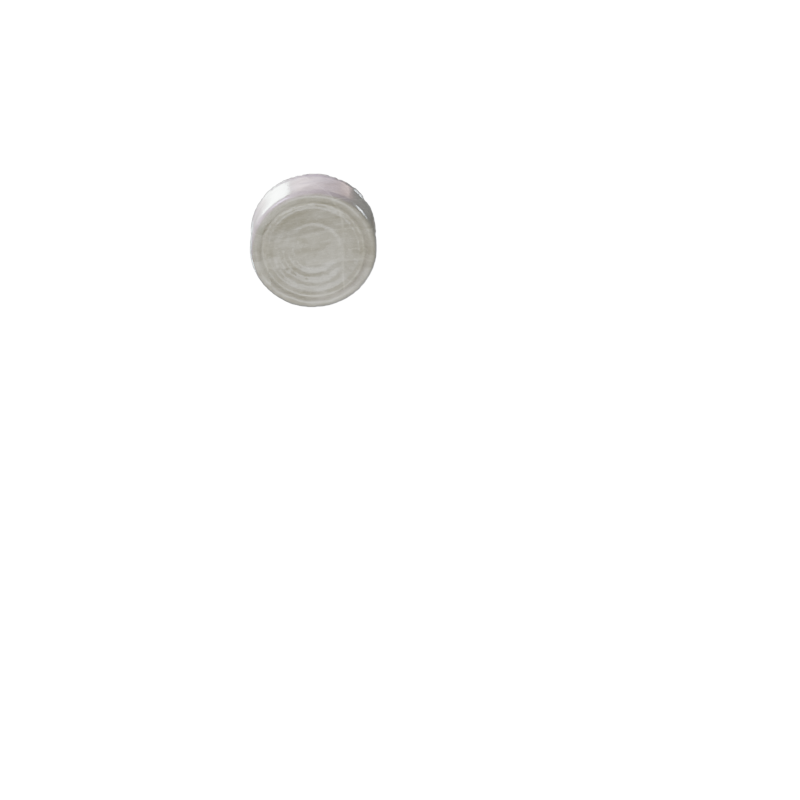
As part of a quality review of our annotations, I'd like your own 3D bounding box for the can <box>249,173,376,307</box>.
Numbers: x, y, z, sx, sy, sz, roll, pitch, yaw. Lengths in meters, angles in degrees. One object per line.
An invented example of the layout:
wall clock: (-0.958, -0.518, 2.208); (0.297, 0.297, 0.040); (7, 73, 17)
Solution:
can: (-0.058, -0.106, 0.745); (0.086, 0.081, 0.035); (1, 26, -1)
